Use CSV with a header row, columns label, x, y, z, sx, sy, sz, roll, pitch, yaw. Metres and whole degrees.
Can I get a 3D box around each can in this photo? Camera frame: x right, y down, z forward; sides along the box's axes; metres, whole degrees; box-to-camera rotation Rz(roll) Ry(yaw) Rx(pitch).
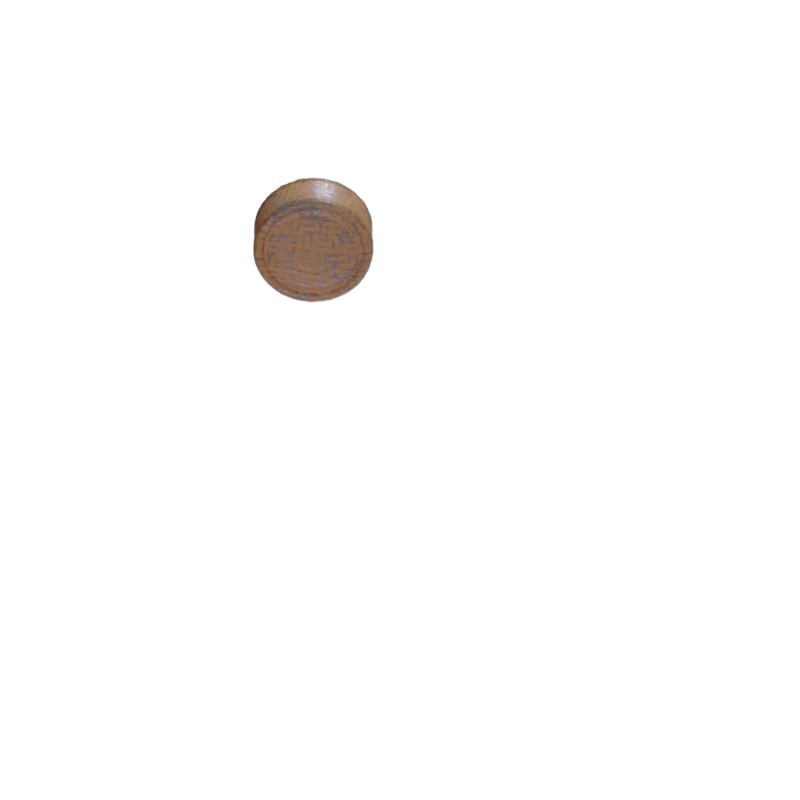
label,x,y,z,sx,sy,sz,roll,pitch,yaw
can,-0.061,-0.112,0.785,0.086,0.080,0.036,1,34,-1
